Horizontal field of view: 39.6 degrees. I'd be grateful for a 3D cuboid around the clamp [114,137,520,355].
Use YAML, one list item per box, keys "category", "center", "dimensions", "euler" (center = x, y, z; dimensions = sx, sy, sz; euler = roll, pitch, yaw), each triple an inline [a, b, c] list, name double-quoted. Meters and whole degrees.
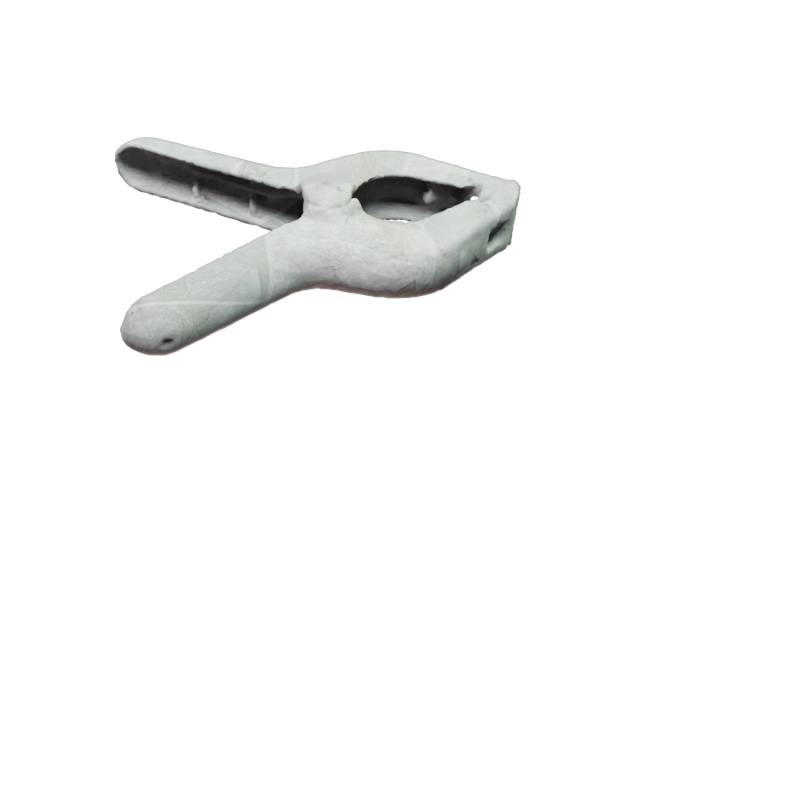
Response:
- category: "clamp"
  center: [-0.035, -0.063, 0.444]
  dimensions: [0.171, 0.129, 0.036]
  euler: [-1, -40, -1]
